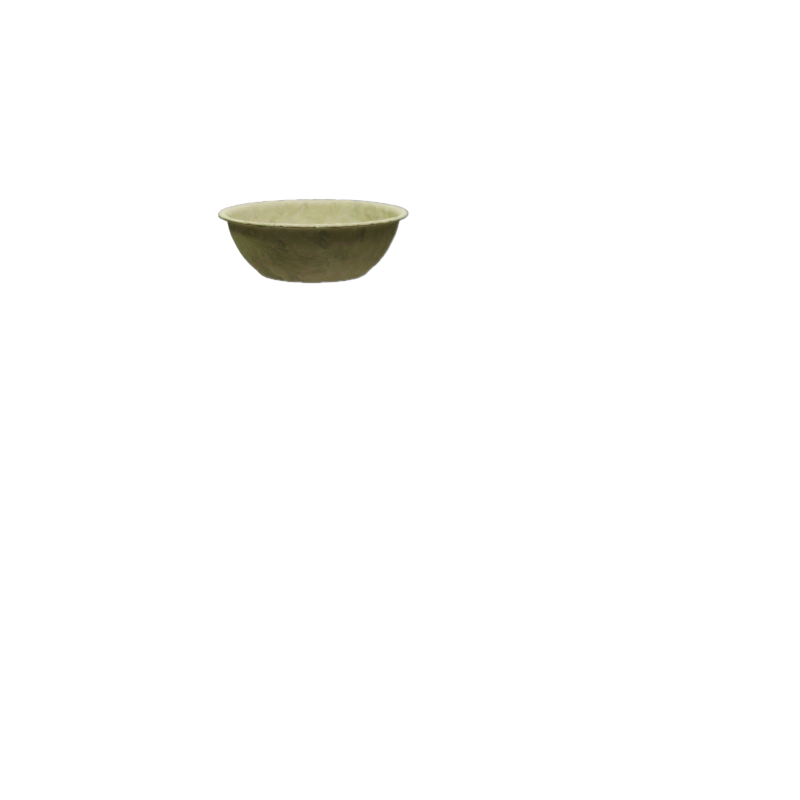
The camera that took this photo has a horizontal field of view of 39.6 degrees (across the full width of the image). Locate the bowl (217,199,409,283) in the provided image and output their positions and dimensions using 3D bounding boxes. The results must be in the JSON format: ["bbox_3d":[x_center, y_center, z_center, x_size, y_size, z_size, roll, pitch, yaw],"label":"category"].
[{"bbox_3d":[-0.074,-0.135,0.944,0.162,0.053,0.167,-1,16,-2],"label":"bowl"}]
